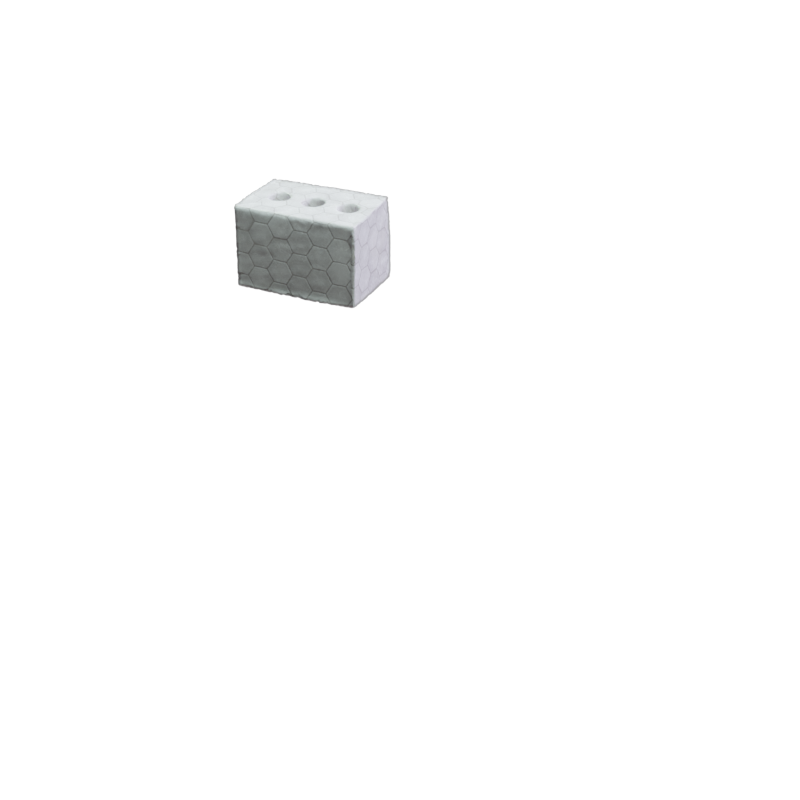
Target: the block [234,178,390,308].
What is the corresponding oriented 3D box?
[{"bbox_3d":[-0.051,-0.092,0.645,0.081,0.049,0.054,12,29,21],"label":"block"}]
